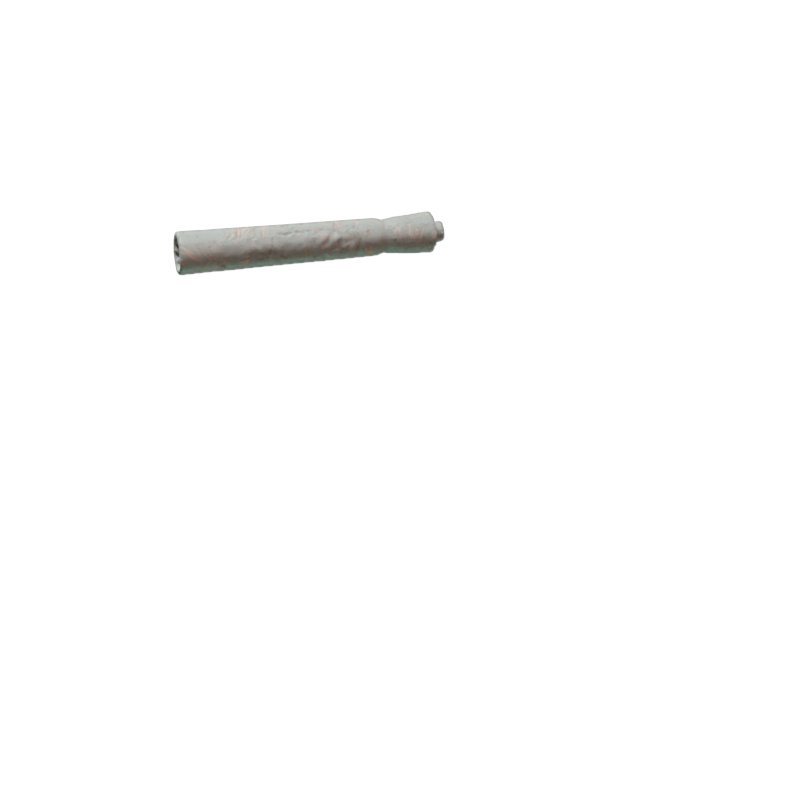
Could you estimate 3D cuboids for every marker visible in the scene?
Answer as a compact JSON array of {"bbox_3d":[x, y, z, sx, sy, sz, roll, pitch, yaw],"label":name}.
[{"bbox_3d":[-0.038,-0.069,0.486,0.119,0.020,0.020,-7,6,-16],"label":"marker"}]
